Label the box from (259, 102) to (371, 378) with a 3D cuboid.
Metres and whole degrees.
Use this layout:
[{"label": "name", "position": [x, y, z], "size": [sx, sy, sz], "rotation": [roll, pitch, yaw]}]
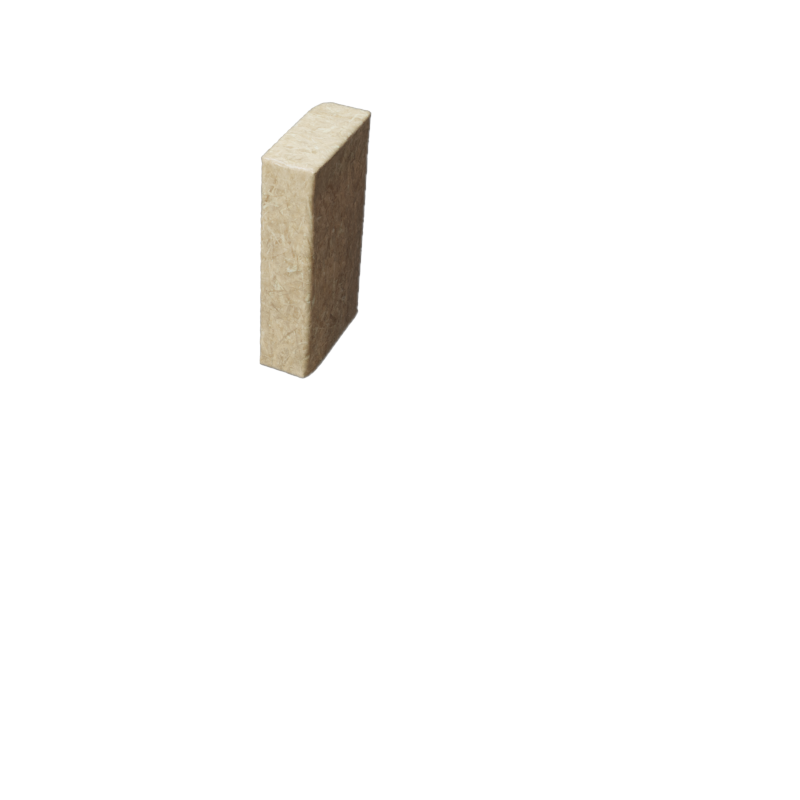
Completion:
[{"label": "box", "position": [-0.061, -0.111, 0.776], "size": [0.050, 0.165, 0.096], "rotation": [16, 39, 16]}]
